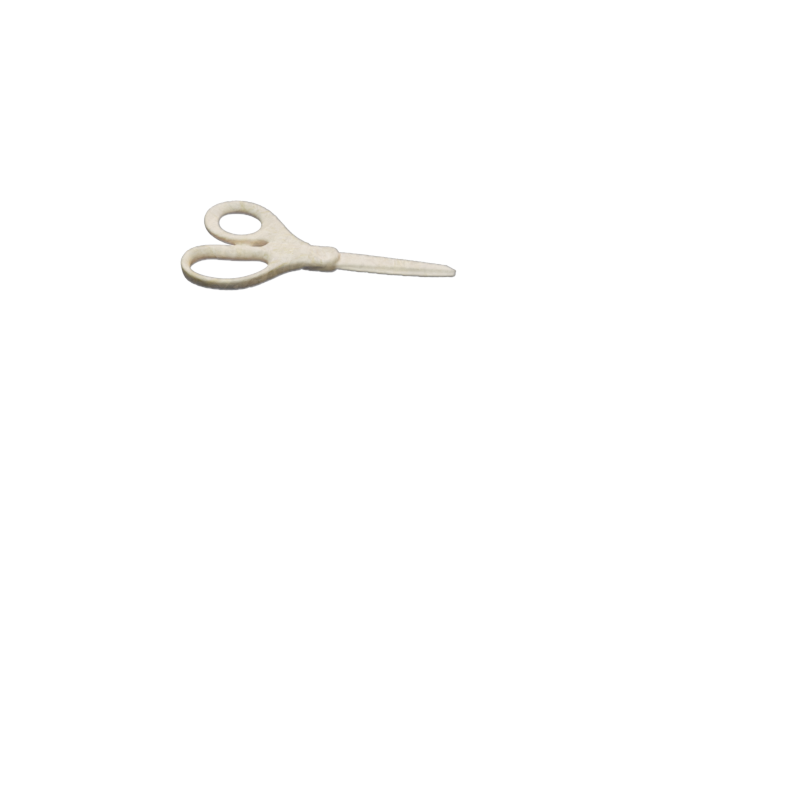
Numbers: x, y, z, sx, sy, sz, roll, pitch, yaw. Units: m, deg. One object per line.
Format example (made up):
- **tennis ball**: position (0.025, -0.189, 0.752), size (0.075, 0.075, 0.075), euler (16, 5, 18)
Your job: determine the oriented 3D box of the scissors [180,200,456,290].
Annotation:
- **scissors**: position (-0.066, -0.120, 0.844), size (0.200, 0.104, 0.015), euler (-6, -41, -5)
